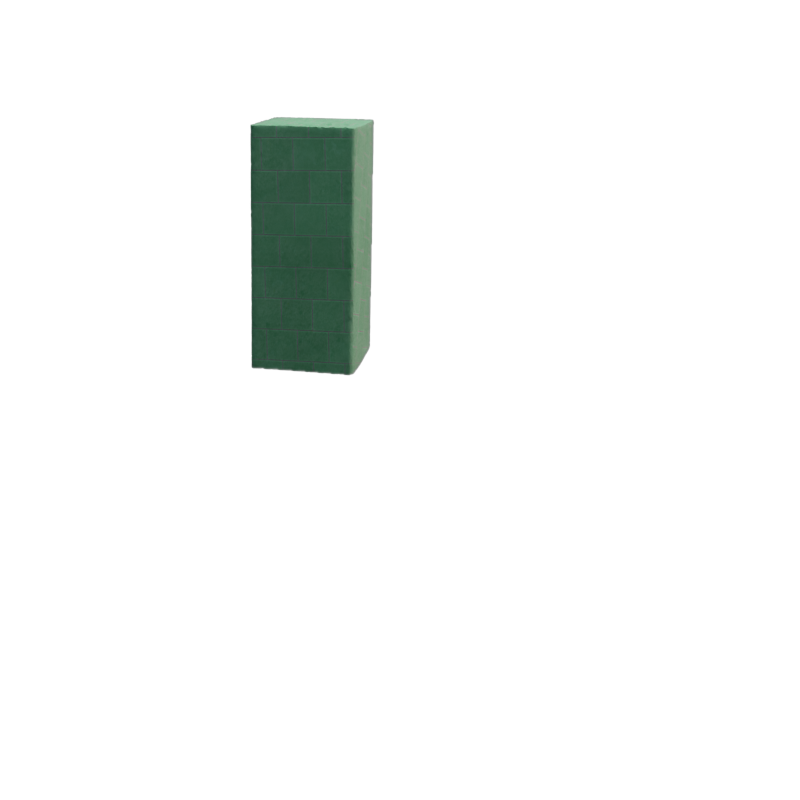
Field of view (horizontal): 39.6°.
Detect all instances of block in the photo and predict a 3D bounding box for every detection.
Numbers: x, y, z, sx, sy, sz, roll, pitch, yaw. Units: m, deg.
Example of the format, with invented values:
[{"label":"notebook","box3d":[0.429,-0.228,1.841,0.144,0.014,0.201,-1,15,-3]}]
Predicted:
[{"label":"block","box3d":[-0.074,-0.136,0.952,0.092,0.201,0.091,3,12,10]}]
